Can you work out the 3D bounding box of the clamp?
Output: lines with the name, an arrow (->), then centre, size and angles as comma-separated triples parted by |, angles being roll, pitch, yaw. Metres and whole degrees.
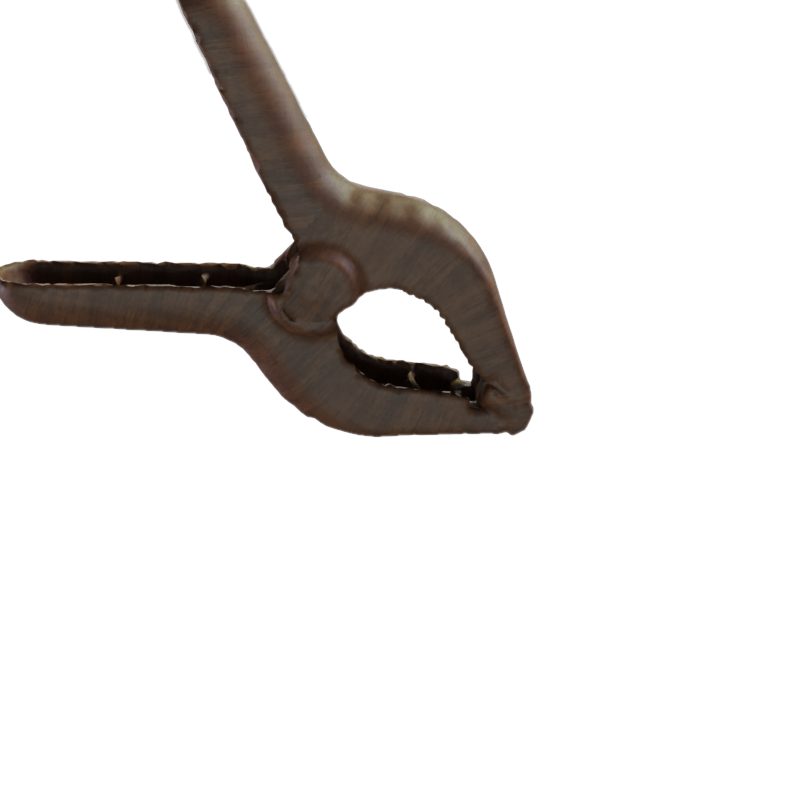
clamp -> -0.027, -0.049, 0.342 | 0.167, 0.116, 0.041 | 23, 24, -11
